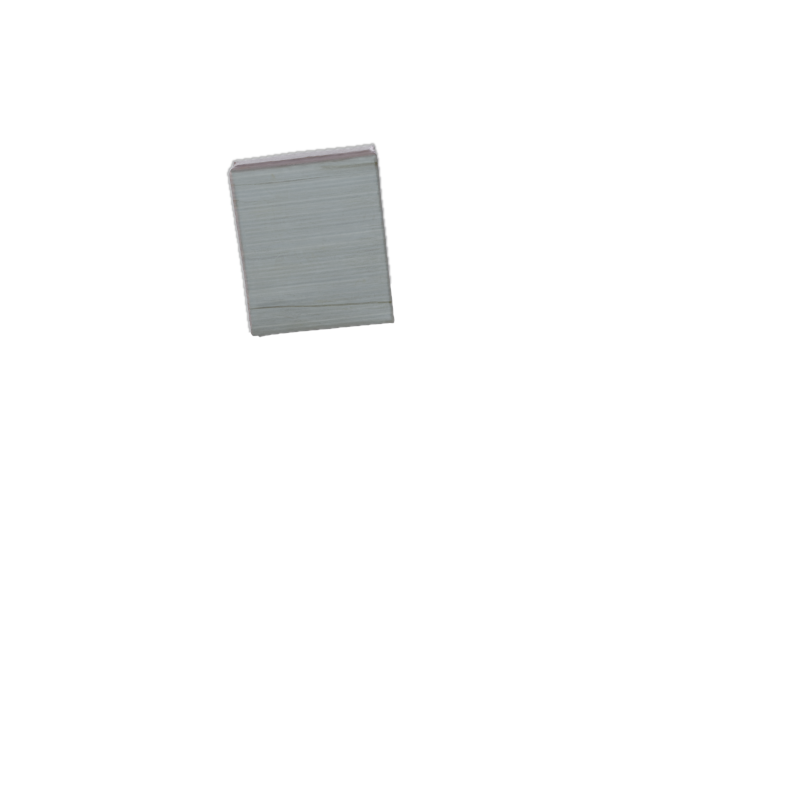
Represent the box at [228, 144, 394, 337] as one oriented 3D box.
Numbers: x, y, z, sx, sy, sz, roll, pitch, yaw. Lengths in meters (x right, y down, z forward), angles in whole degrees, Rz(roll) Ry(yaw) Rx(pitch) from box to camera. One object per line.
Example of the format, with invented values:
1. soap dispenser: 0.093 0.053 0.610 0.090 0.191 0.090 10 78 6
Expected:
1. box: -0.044 -0.079 0.557 0.073 0.086 0.031 -6 15 1
